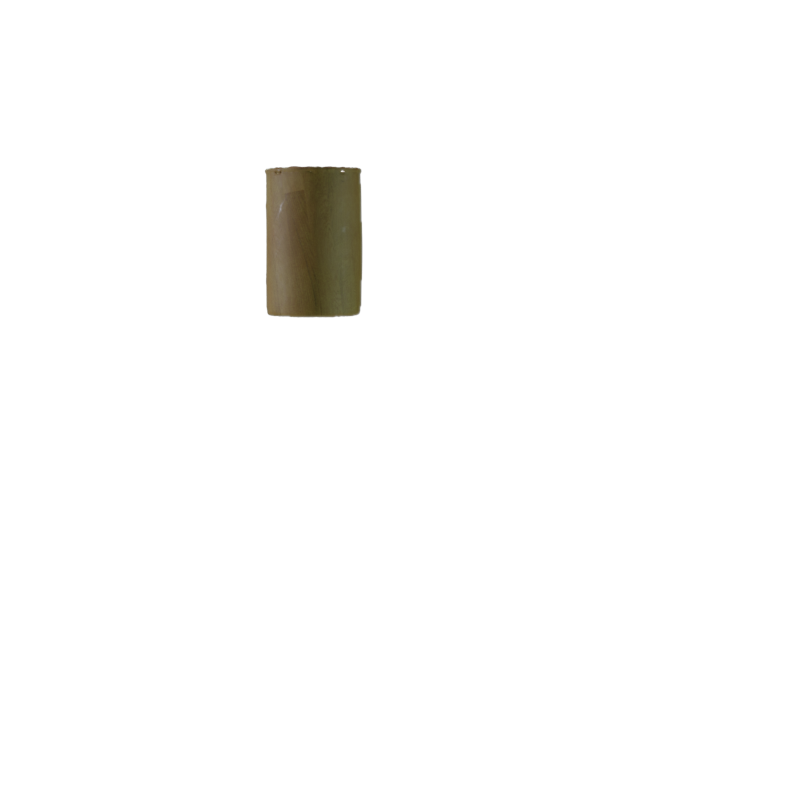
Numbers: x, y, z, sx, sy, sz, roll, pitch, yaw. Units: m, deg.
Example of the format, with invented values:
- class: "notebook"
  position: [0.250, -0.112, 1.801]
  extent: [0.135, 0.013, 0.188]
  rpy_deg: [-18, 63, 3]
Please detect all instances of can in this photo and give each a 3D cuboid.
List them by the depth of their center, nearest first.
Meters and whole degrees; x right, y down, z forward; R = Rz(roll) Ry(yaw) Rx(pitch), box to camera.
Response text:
- class: "can"
  position: [-0.061, -0.111, 0.777]
  extent: [0.068, 0.102, 0.069]
  rpy_deg: [0, 3, -2]
